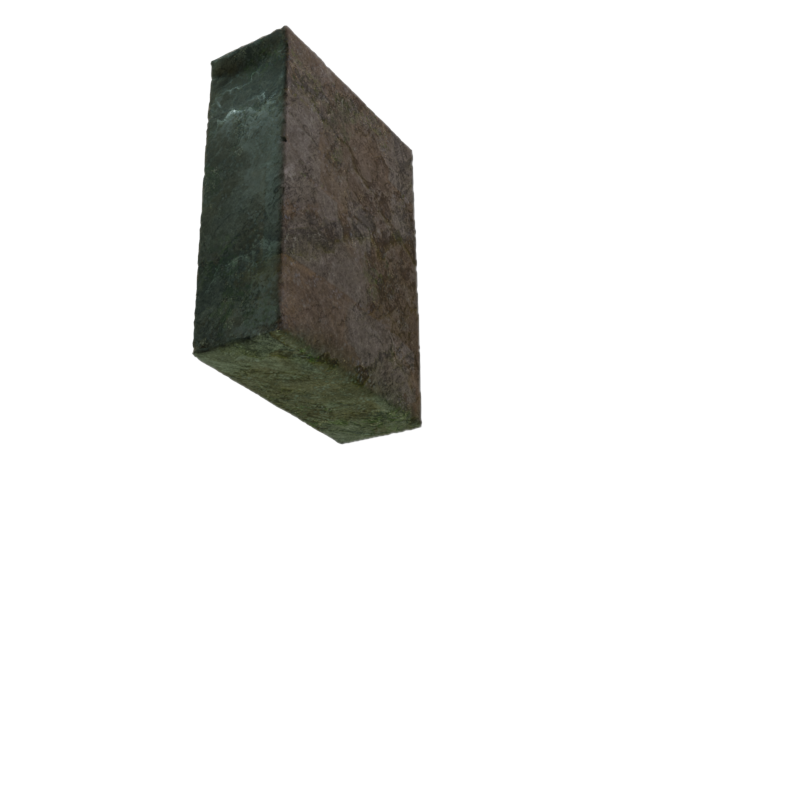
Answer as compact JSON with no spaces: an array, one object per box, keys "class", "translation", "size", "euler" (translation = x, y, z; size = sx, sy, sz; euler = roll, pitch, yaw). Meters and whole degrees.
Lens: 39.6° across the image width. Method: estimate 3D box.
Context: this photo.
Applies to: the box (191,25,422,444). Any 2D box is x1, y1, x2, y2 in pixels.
[{"class":"box","translation":[-0.055,-0.101,0.704],"size":[0.073,0.227,0.152],"euler":[-18,-31,26]}]
